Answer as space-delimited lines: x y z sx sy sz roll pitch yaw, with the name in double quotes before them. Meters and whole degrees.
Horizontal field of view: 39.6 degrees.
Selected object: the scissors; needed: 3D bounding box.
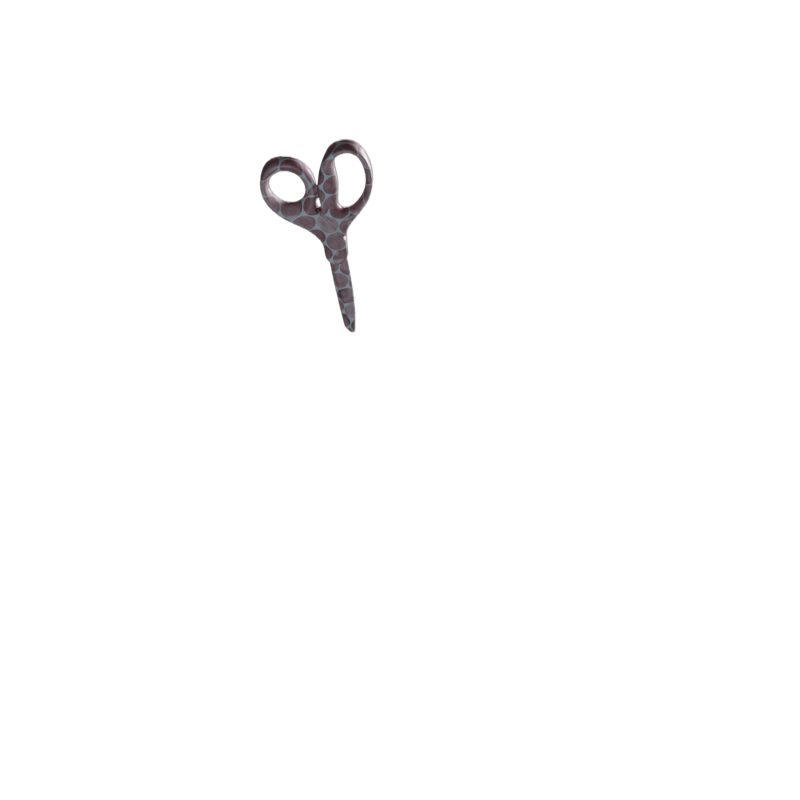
"scissors" -0.070 -0.128 0.895 0.095 0.017 0.189 7 -45 -7
